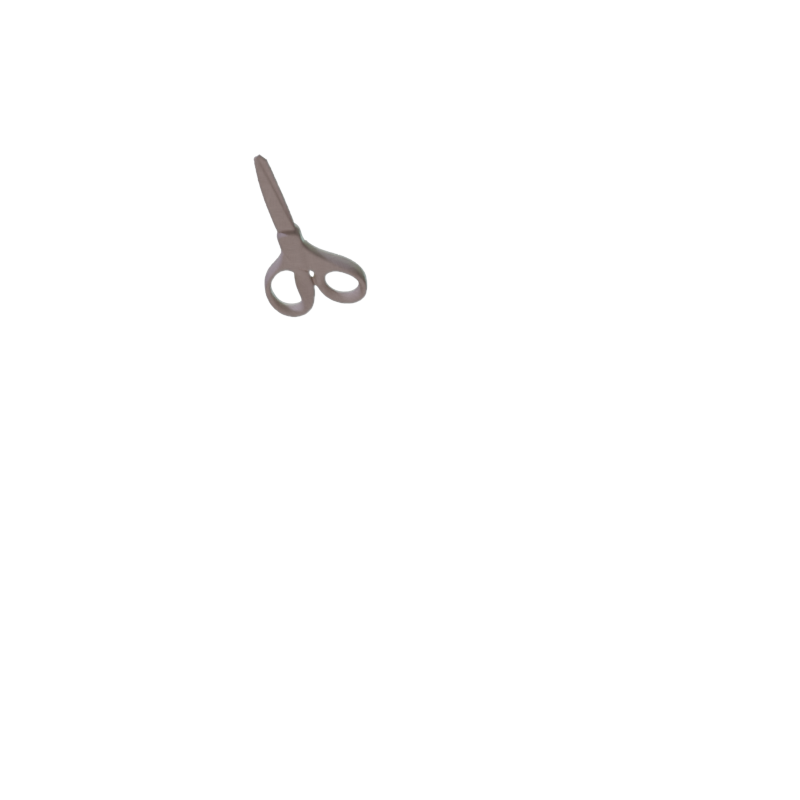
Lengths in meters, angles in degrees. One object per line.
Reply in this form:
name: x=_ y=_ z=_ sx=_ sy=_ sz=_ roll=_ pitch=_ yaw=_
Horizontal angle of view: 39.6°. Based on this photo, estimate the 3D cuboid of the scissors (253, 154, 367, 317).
scissors: x=-0.070 y=-0.127 z=0.891 sx=0.096 sy=0.017 sz=0.190 roll=3 pitch=-32 yaw=-5
